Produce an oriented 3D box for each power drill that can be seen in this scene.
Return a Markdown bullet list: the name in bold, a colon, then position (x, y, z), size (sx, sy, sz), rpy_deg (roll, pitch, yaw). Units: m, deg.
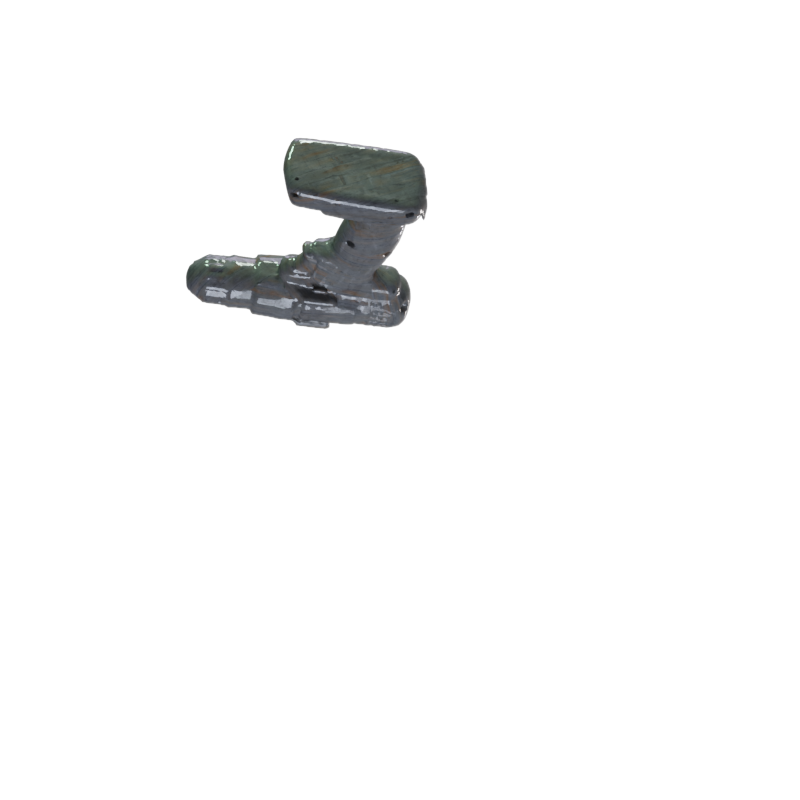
- **power drill**: position (-0.067, -0.122, 0.855), size (0.182, 0.061, 0.179), rpy_deg (6, -28, -11)
